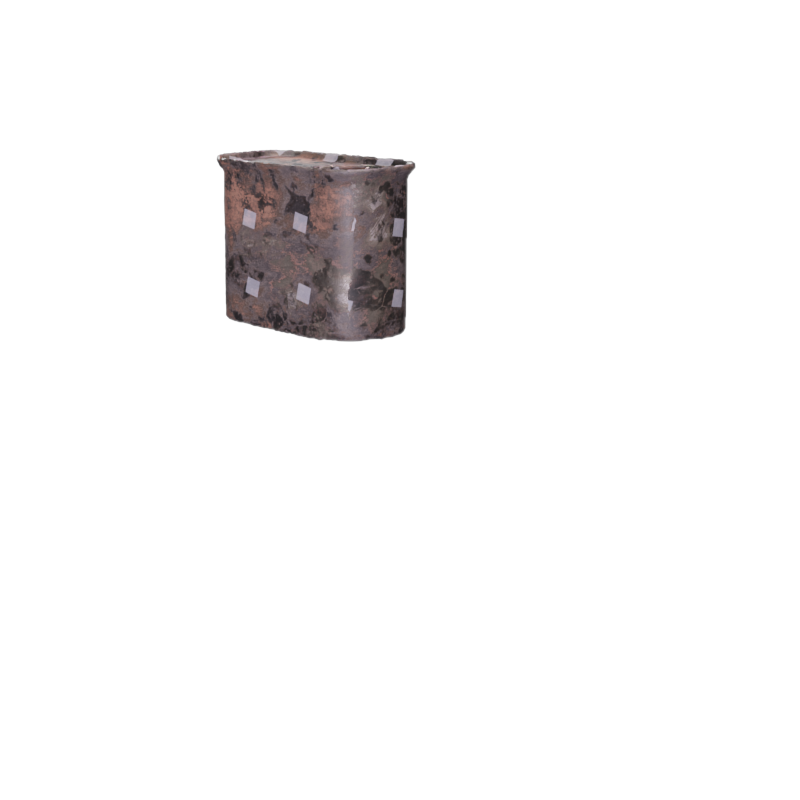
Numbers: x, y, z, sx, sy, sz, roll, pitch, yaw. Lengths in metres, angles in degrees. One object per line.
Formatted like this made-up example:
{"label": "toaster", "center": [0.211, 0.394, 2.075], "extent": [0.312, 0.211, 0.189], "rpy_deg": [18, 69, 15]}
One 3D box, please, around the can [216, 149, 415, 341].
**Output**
{"label": "can", "center": [-0.043, -0.079, 0.553], "extent": [0.107, 0.082, 0.056], "rpy_deg": [13, 17, 39]}
